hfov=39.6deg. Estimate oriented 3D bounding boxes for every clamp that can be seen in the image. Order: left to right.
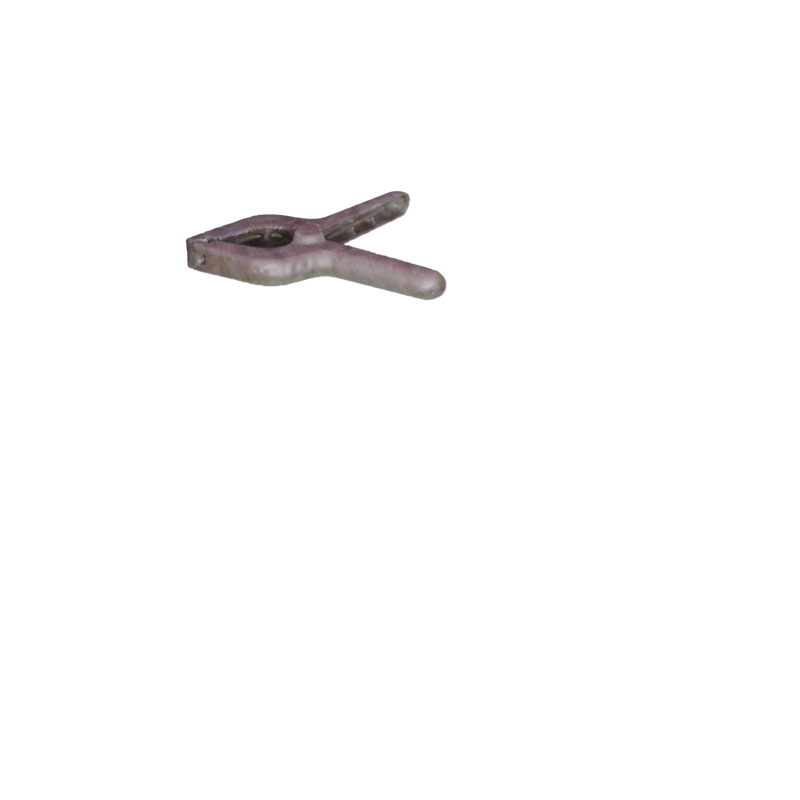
[{"bbox_3d":[-0.073,-0.134,0.937,0.210,0.034,0.175,-1,33,-1],"label":"clamp"}]
